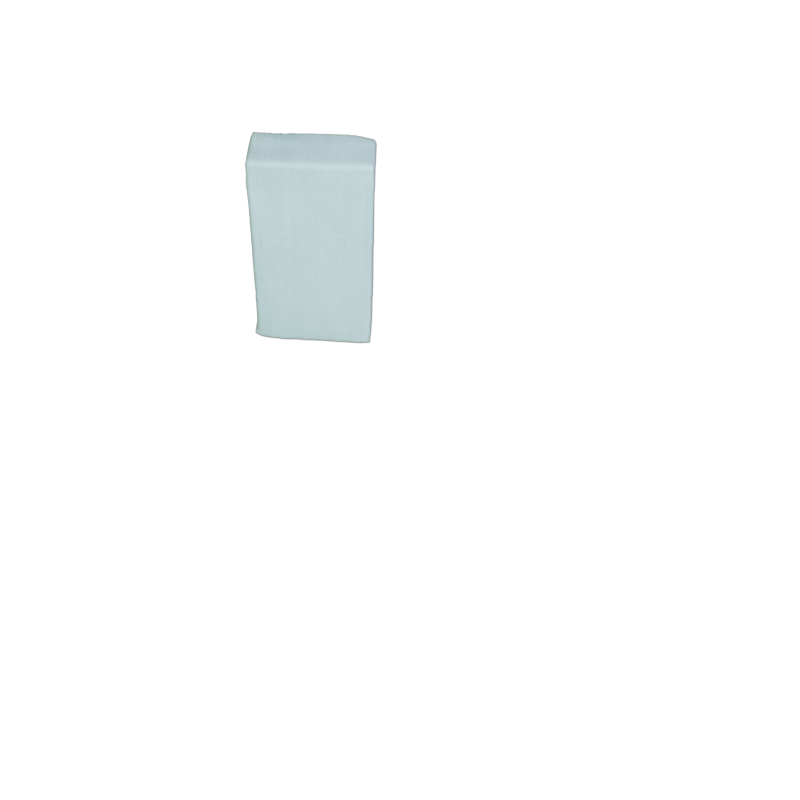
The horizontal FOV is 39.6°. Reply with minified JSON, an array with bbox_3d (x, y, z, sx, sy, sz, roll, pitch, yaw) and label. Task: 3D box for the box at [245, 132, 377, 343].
[{"bbox_3d":[-0.065,-0.120,0.838,0.094,0.164,0.051,4,42,1],"label":"box"}]
